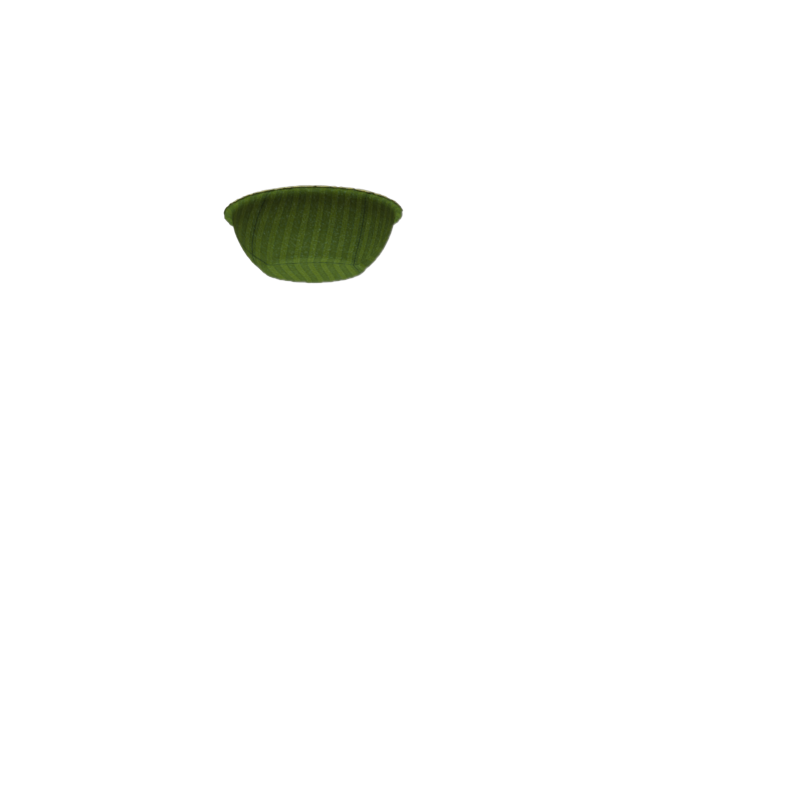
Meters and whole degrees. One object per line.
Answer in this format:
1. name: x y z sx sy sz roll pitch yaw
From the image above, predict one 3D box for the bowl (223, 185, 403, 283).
1. bowl: -0.078 -0.142 0.994 0.162 0.057 0.157 0 -9 -2
